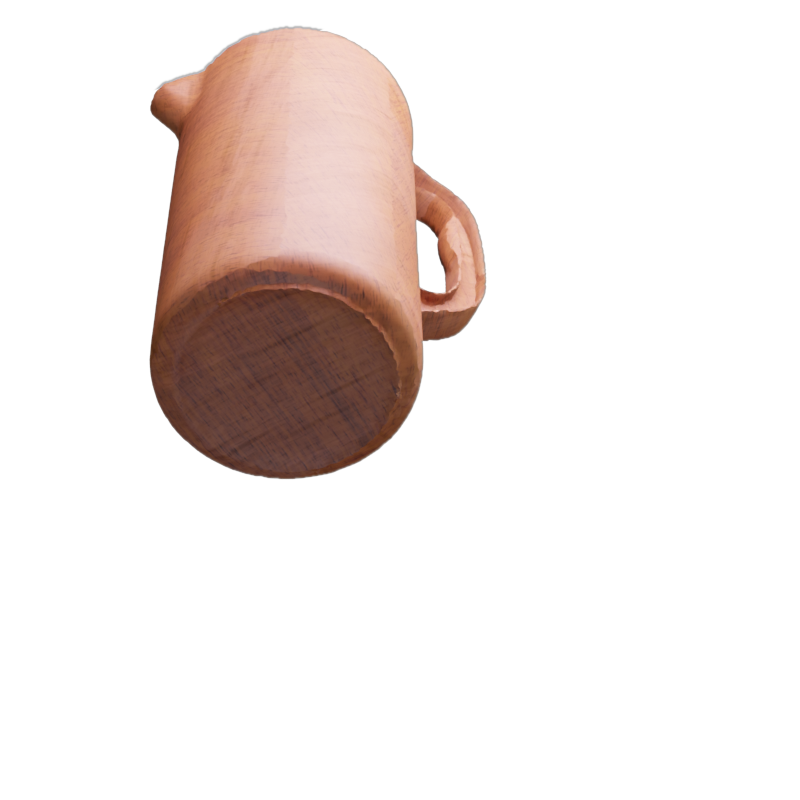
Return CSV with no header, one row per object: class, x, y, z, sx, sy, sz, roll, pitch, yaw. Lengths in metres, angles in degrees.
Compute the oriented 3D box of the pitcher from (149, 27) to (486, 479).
pitcher,-0.042,-0.076,0.533,0.150,0.135,0.259,-18,33,8
